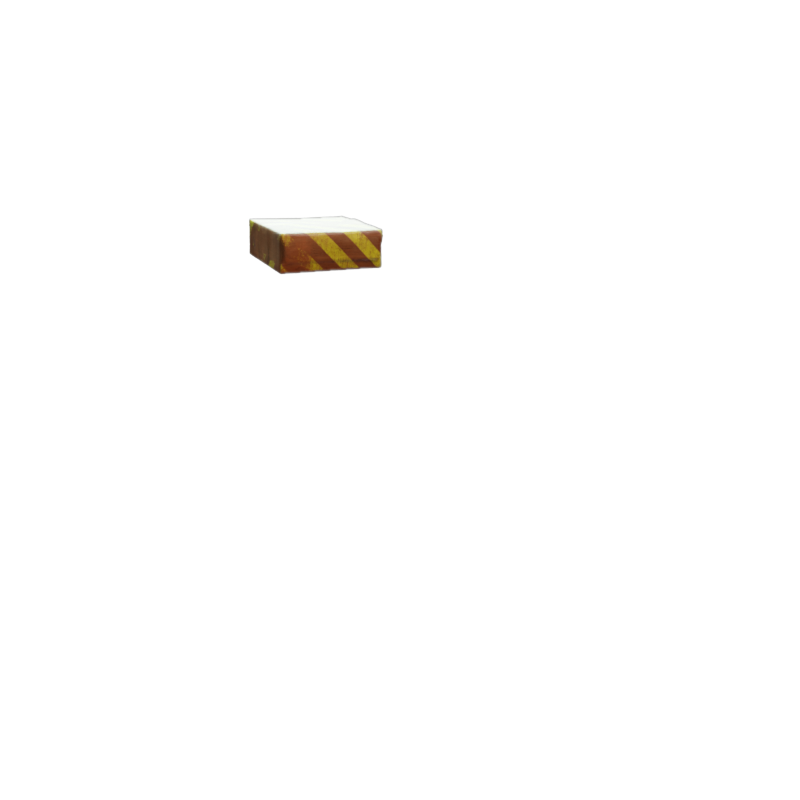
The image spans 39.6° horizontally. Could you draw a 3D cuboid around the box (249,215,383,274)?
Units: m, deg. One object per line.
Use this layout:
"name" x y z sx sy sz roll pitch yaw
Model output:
"box" -0.061 -0.111 0.779 0.072 0.029 0.094 -5 16 -19
